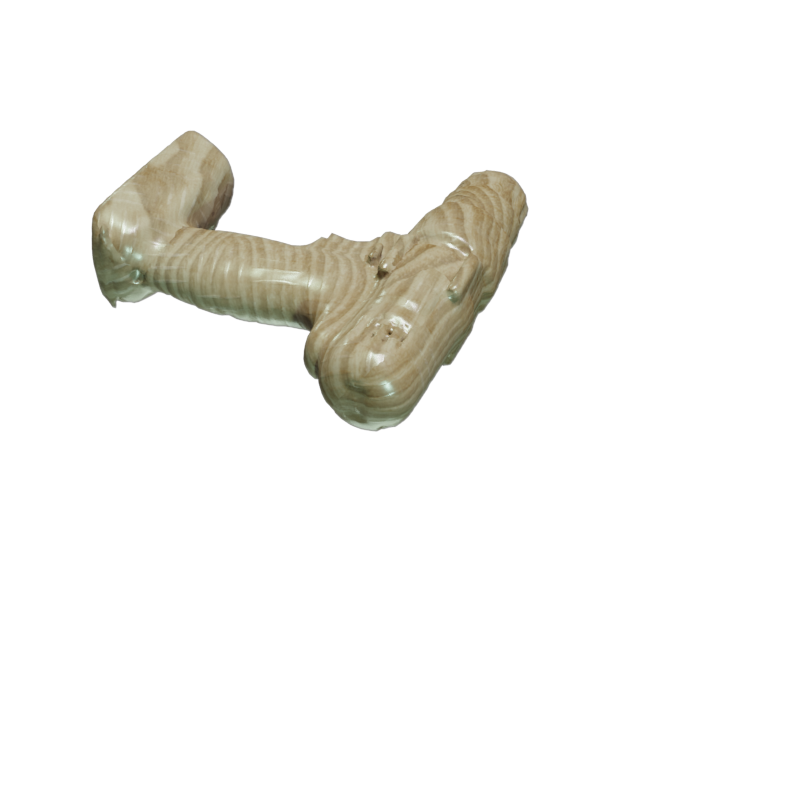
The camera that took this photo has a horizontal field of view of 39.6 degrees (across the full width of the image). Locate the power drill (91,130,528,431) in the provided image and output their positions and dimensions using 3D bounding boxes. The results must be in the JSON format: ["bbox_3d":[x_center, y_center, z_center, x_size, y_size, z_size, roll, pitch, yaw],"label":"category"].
[{"bbox_3d":[-0.044,-0.080,0.557,0.195,0.054,0.190,17,43,19],"label":"power drill"}]
